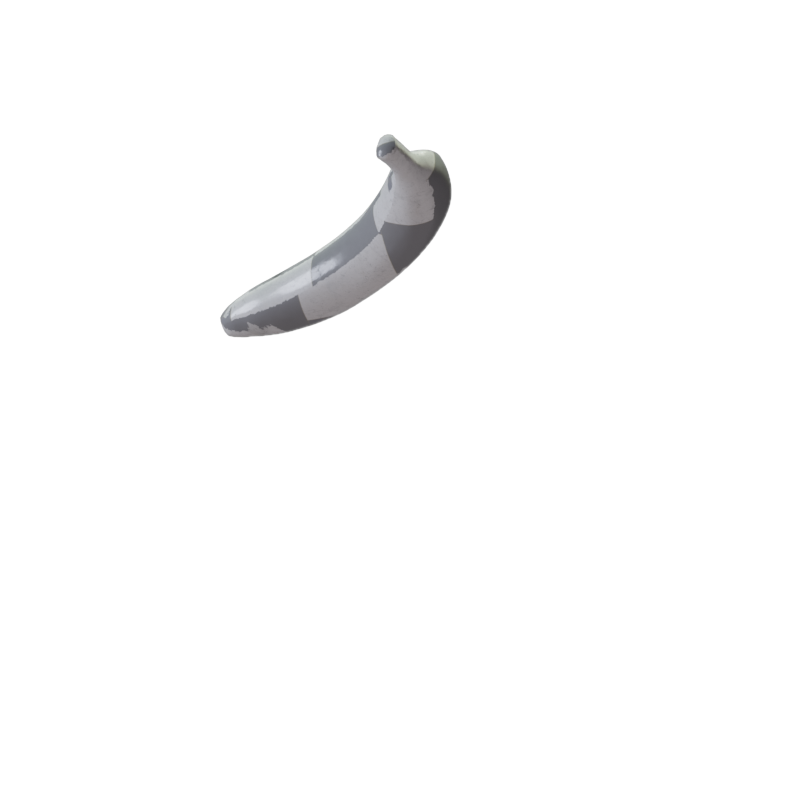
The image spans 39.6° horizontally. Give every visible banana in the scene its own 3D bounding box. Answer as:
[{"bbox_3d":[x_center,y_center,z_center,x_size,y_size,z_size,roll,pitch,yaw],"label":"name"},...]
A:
[{"bbox_3d":[-0.028,-0.081,0.588,0.067,0.039,0.193,16,-33,-26],"label":"banana"}]
